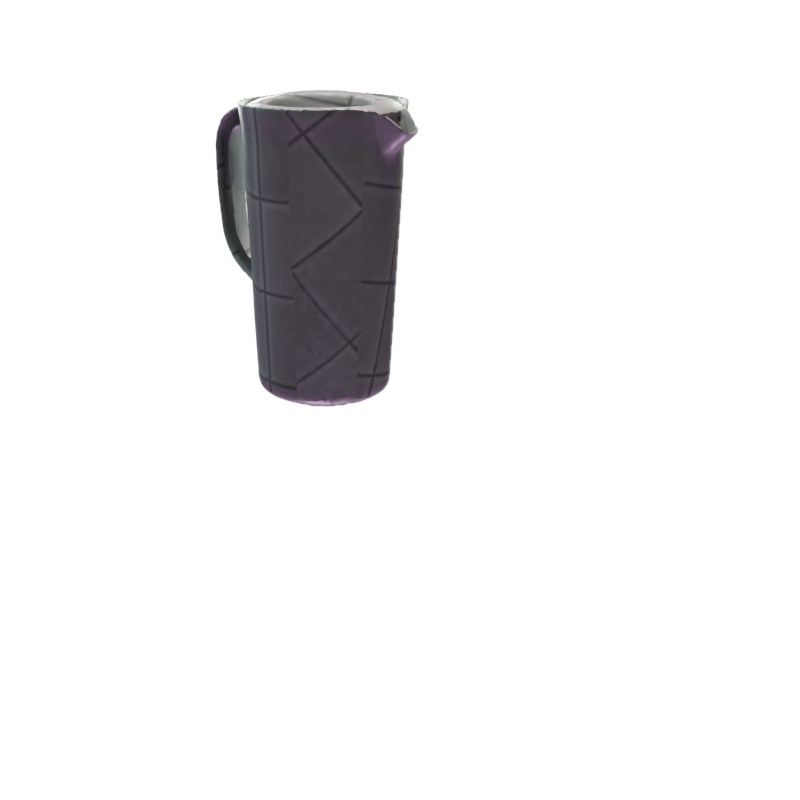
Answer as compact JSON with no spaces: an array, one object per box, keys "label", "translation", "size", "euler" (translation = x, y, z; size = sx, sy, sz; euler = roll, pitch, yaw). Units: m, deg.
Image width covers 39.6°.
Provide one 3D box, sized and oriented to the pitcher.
[{"label":"pitcher","translation":[-0.070,-0.128,0.893],"size":[0.143,0.235,0.156],"euler":[-2,16,-11]}]
